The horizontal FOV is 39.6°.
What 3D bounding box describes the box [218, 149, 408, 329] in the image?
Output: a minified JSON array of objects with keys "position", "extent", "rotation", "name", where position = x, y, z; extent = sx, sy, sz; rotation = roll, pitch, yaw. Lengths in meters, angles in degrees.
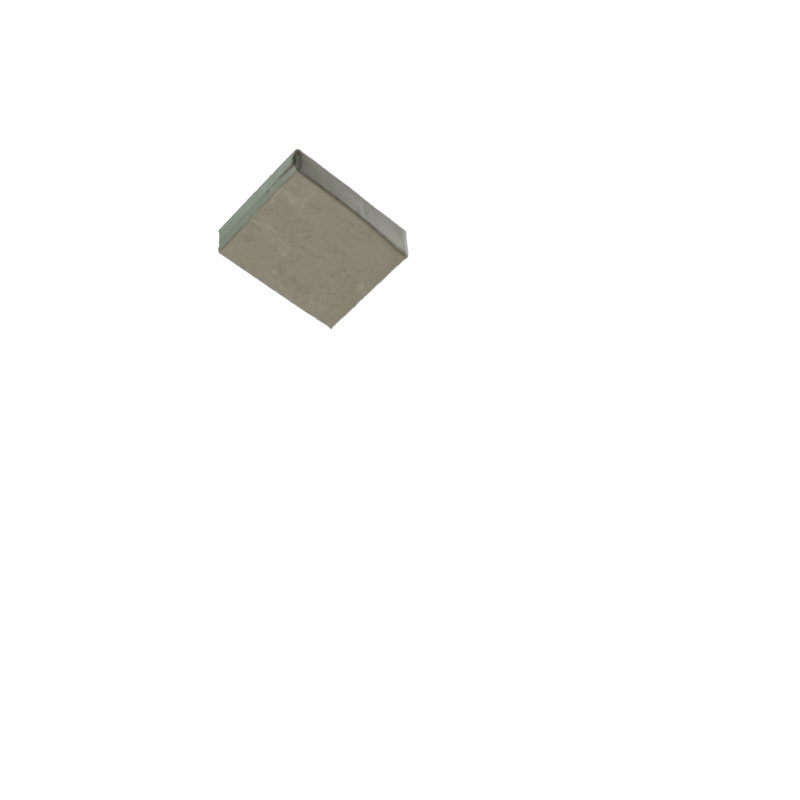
[{"position":[-0.064,-0.116,0.813],"extent":[0.108,0.088,0.041],"rotation":[37,27,-22],"name":"box"}]
